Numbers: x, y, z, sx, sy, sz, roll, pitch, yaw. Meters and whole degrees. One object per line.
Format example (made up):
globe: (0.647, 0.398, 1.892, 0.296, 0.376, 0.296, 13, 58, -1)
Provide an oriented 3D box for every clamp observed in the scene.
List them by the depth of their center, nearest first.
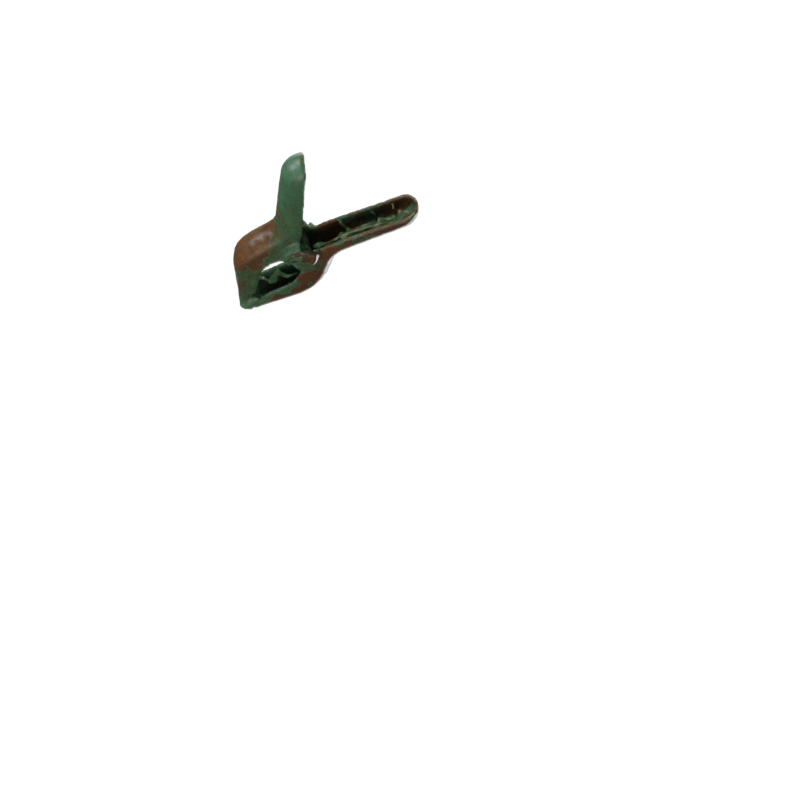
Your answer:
clamp: (-0.068, -0.125, 0.875, 0.115, 0.042, 0.167, 17, -36, -24)
